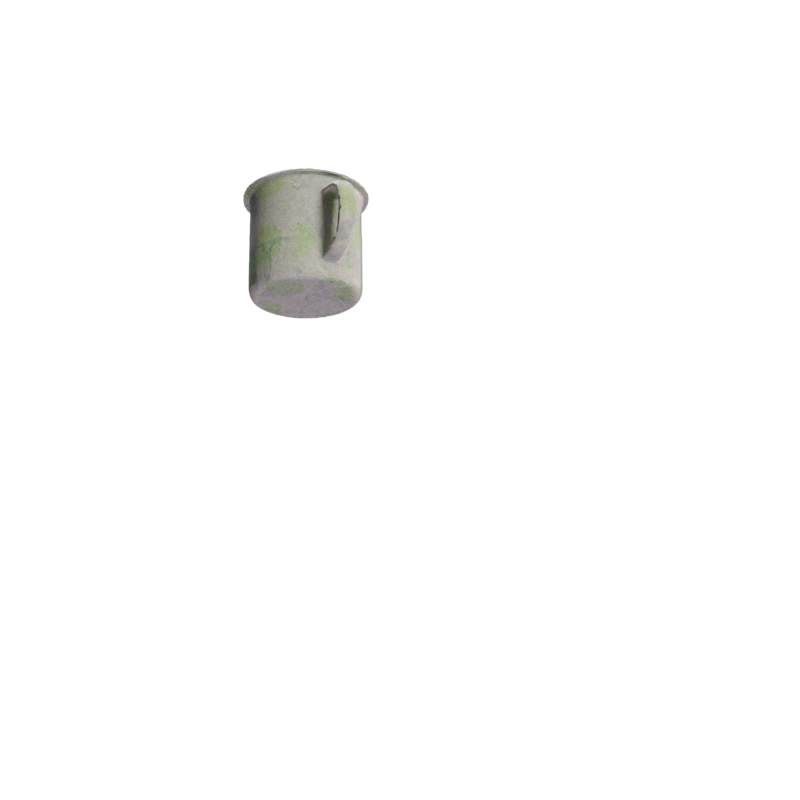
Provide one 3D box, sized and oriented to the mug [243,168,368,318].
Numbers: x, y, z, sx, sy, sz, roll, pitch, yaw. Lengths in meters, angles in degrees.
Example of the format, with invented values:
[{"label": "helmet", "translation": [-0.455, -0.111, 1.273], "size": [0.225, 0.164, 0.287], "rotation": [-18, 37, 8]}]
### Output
[{"label": "mug", "translation": [-0.062, -0.113, 0.793], "size": [0.089, 0.086, 0.116], "rotation": [12, -24, -29]}]
